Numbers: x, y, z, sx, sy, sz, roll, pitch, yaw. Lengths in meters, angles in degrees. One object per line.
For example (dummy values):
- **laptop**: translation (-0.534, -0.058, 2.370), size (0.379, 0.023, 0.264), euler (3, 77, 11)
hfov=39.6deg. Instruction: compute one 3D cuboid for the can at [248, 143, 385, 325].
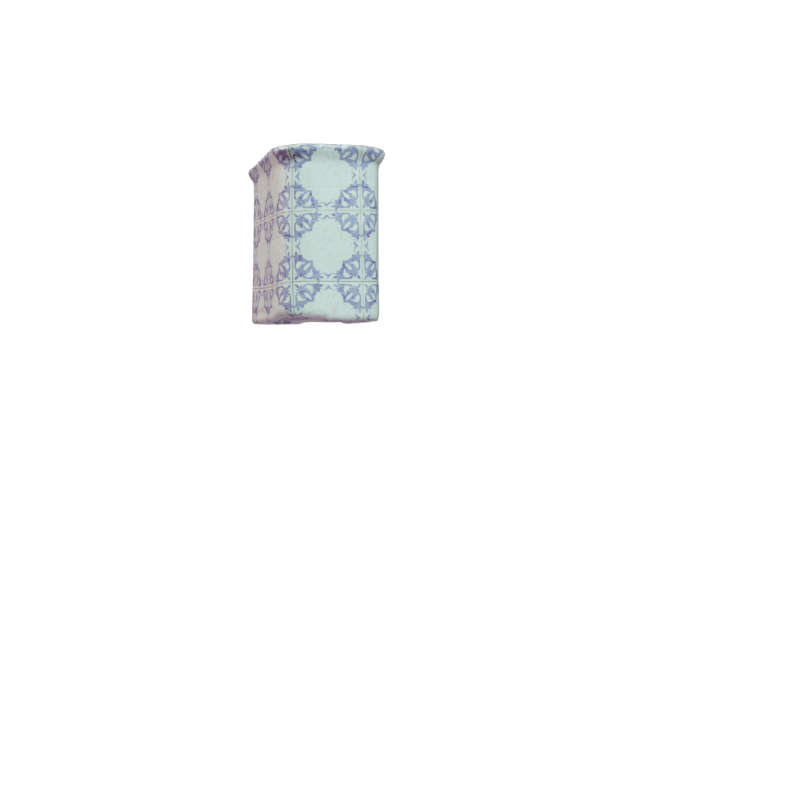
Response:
- **can**: translation (-0.045, -0.082, 0.571), size (0.056, 0.085, 0.103), euler (1, -1, -16)
